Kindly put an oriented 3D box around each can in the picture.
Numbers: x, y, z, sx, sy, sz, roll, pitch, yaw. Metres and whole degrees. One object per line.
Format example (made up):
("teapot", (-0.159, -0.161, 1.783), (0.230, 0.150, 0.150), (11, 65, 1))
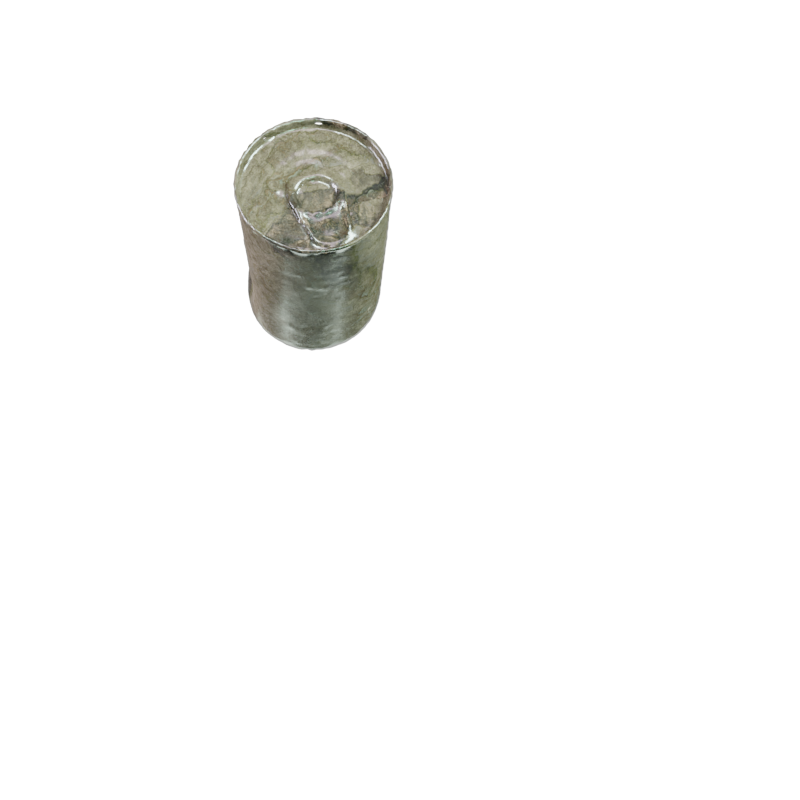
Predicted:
("can", (-0.040, -0.073, 0.513), (0.068, 0.073, 0.097), (0, -25, -3))
